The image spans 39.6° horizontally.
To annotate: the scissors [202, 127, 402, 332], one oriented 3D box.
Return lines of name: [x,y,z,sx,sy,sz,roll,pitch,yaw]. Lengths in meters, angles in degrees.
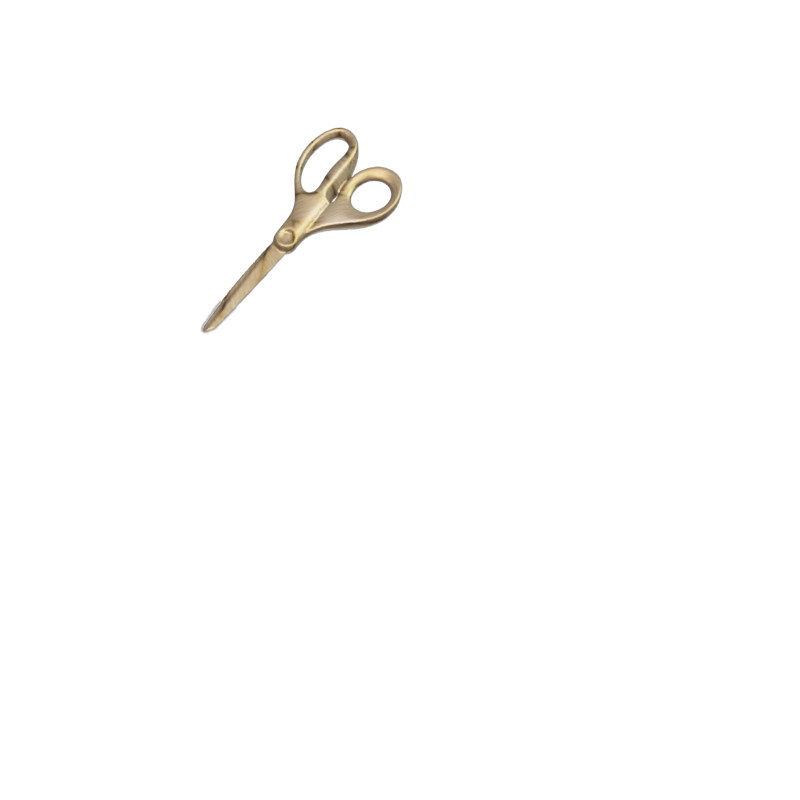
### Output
scissors: [-0.067,-0.122,0.857,0.098,0.209,0.015,20,-22,8]
